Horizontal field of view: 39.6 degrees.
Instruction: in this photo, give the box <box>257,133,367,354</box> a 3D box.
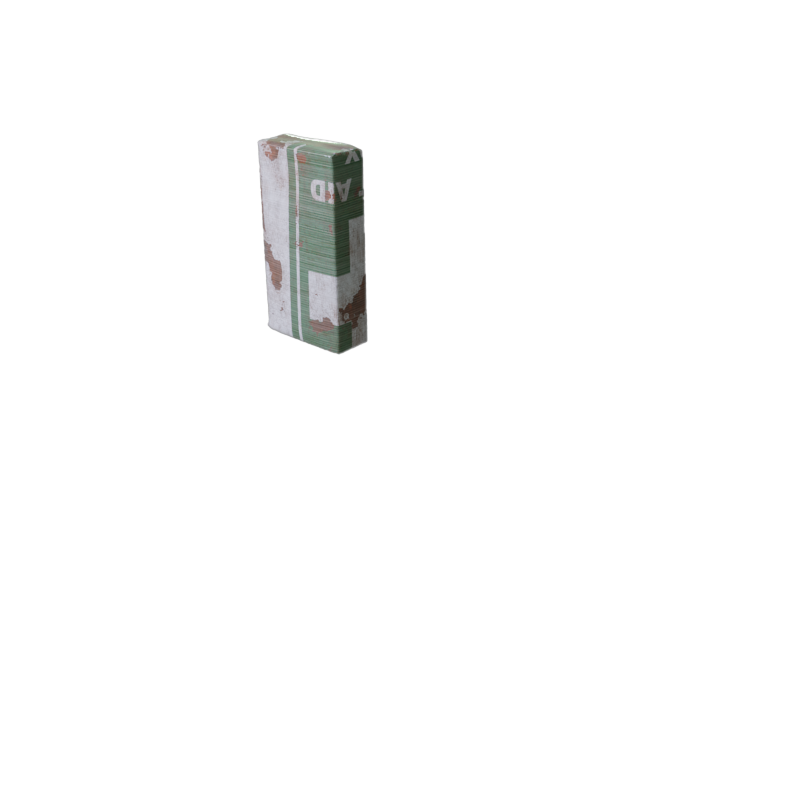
[{"bbox_3d":[-0.075,-0.137,0.961,0.099,0.169,0.047,18,24,40],"label":"box"}]
